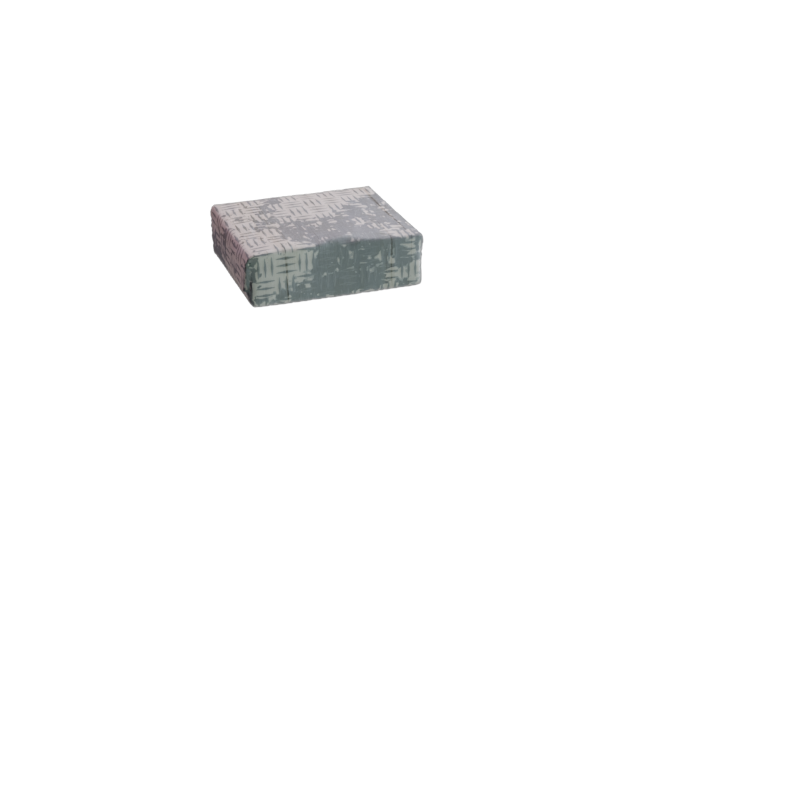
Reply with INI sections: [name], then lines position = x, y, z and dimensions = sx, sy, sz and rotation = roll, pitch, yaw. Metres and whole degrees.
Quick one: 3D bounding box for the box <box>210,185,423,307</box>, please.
[box]
position = -0.043, -0.079, 0.550
dimensions = 0.088, 0.029, 0.078
rotation = -10, 30, -17
